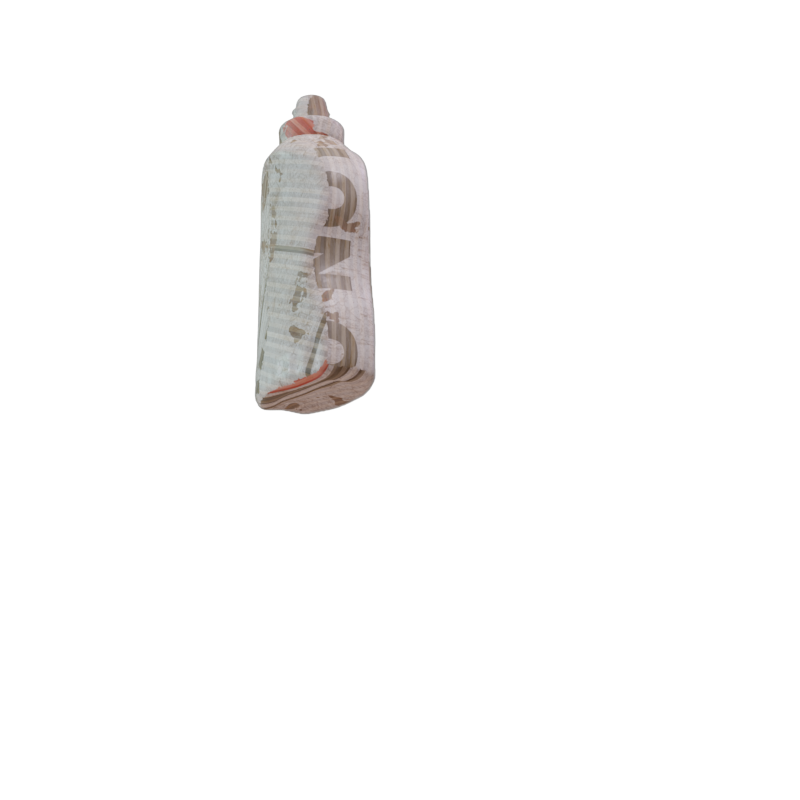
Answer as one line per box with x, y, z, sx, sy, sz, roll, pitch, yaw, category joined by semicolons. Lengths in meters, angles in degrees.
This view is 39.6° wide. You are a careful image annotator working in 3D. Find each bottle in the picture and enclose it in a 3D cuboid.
-0.052;-0.095;0.663;0.056;0.201;0.095;9;-22;-25;bottle
